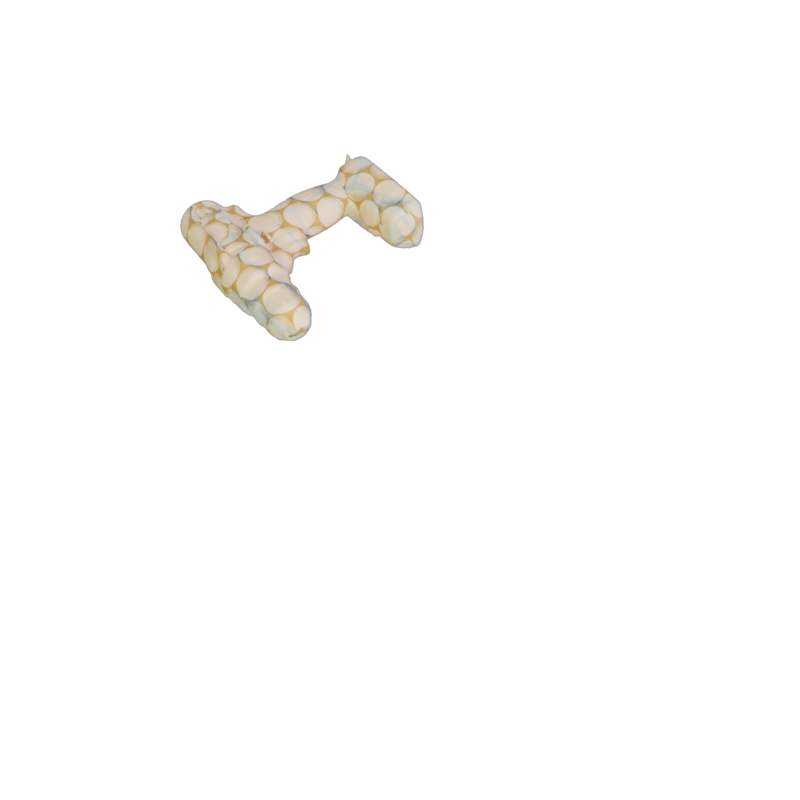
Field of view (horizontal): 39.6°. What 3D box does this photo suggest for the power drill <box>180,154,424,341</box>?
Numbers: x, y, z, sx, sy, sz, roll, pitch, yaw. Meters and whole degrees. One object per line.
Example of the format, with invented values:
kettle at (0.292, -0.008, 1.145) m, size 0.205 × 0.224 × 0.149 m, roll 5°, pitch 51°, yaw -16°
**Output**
power drill at (-0.075, -0.138, 0.963) m, size 0.186 × 0.053 × 0.199 m, roll -24°, pitch 48°, yaw -24°
